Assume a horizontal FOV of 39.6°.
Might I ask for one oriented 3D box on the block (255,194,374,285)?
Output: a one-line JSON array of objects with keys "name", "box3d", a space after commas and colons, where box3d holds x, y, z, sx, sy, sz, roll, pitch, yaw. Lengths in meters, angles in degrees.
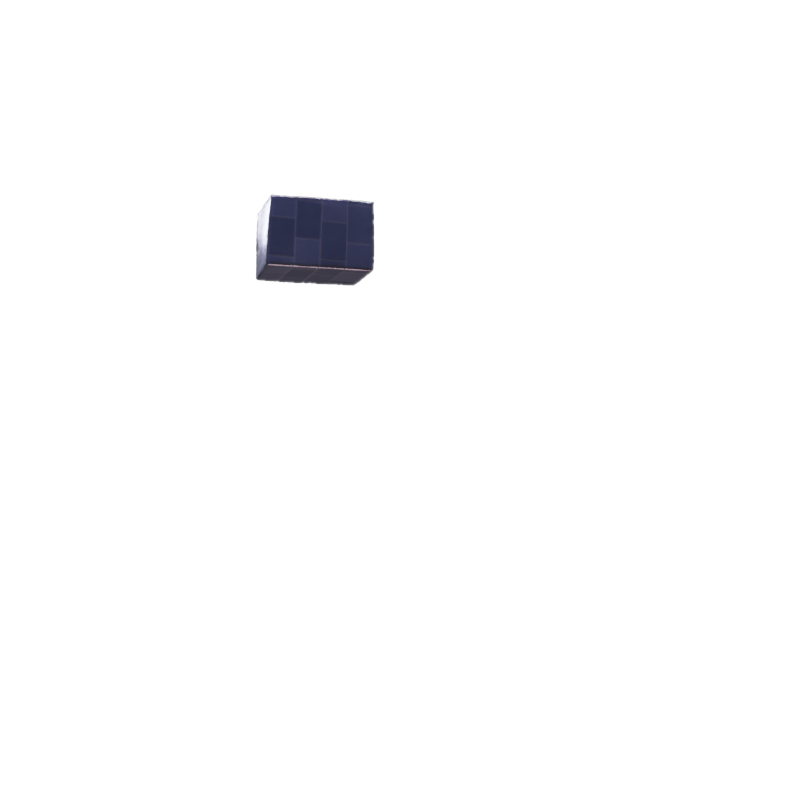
[{"name": "block", "box3d": [-0.063, -0.114, 0.799, 0.076, 0.053, 0.052, 2, -11, -15]}]
